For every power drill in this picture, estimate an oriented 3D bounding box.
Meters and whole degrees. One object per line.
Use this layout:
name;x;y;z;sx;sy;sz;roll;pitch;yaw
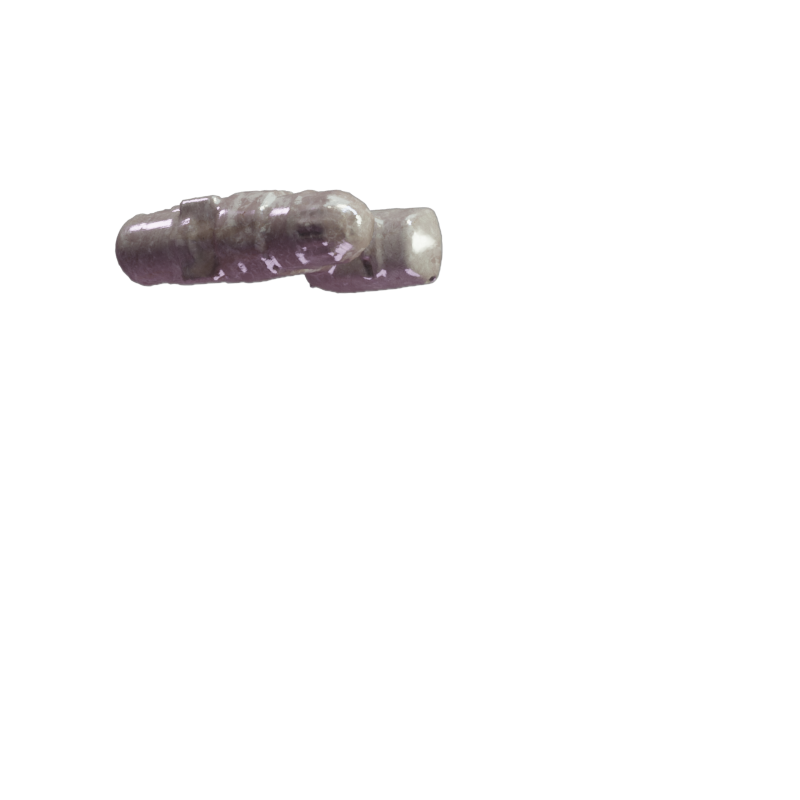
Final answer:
power drill;-0.054;-0.099;0.691;0.191;0.058;0.180;2;3;37
